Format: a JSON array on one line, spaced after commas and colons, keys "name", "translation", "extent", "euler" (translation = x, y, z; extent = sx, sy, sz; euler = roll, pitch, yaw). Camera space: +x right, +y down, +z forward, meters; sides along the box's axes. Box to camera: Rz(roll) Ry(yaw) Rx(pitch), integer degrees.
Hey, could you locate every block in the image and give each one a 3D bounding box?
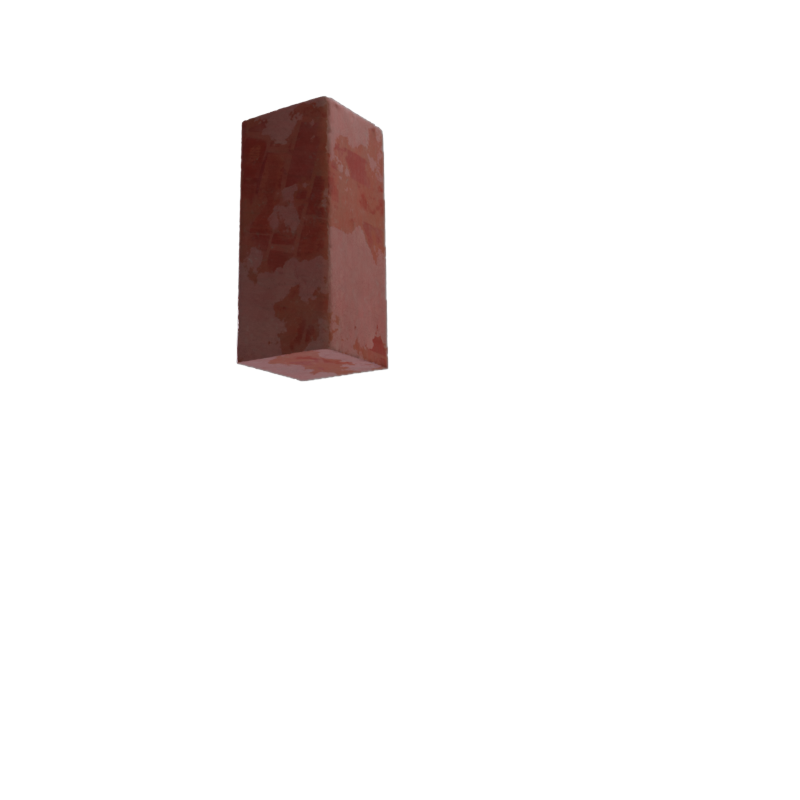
[{"name": "block", "translation": [-0.070, -0.129, 0.903], "extent": [0.092, 0.215, 0.085], "euler": [-12, -20, 31]}]
